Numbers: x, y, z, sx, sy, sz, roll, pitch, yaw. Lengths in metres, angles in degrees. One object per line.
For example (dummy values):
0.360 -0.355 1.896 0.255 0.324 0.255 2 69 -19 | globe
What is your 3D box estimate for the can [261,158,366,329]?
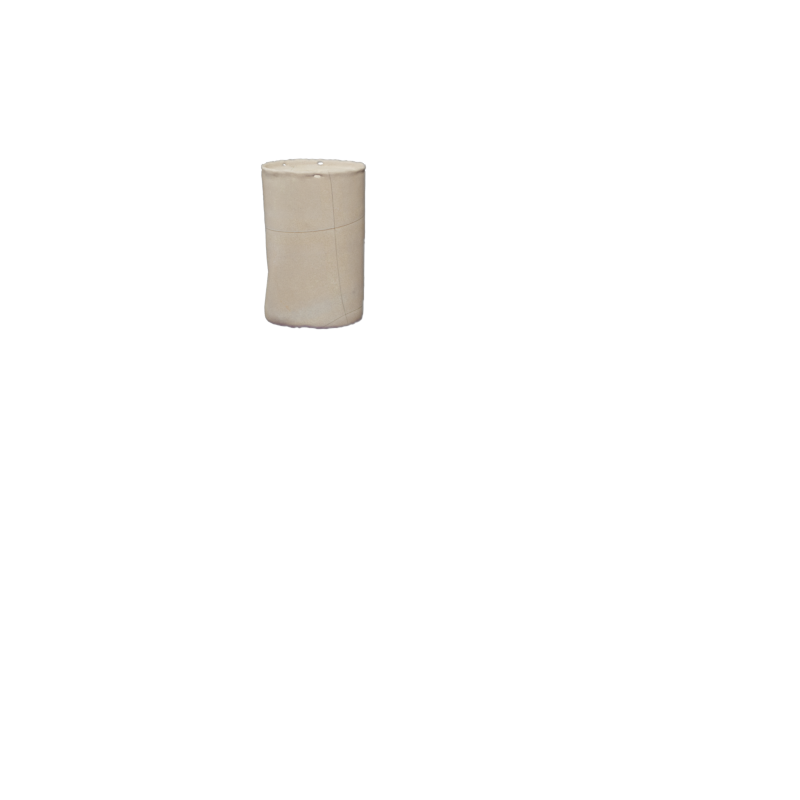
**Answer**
-0.057 -0.103 0.725 0.068 0.099 0.071 0 13 -2 | can
